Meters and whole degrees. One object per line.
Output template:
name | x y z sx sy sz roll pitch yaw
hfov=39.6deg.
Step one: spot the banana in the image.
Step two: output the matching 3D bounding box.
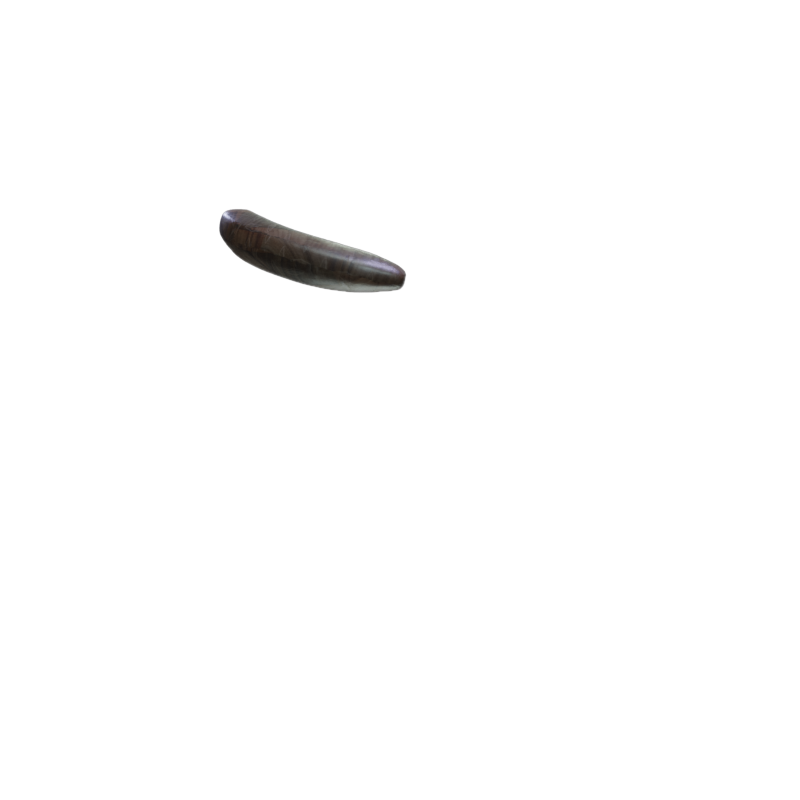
banana | -0.084 -0.120 0.863 0.069 0.035 0.211 -20 34 -35
